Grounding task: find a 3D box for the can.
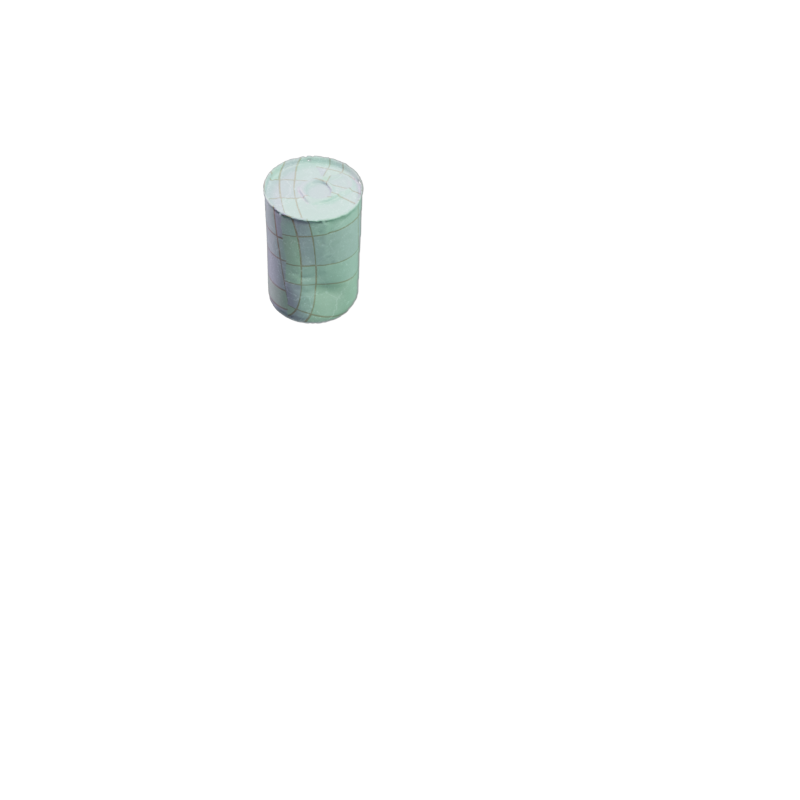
[{"bbox_3d":[-0.061,-0.112,0.783,0.068,0.074,0.095,0,-43,-3],"label":"can"}]
